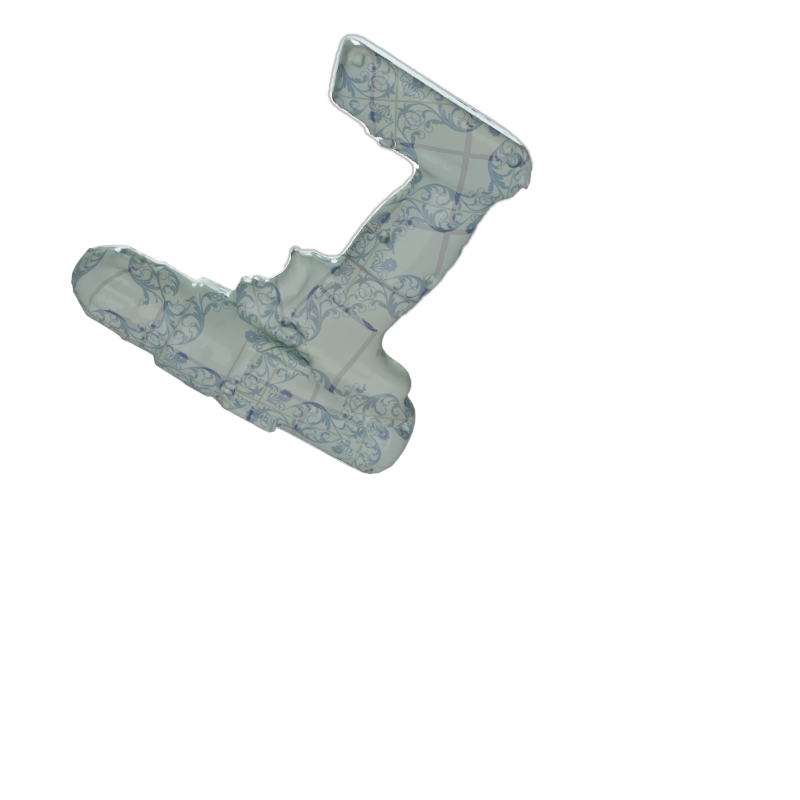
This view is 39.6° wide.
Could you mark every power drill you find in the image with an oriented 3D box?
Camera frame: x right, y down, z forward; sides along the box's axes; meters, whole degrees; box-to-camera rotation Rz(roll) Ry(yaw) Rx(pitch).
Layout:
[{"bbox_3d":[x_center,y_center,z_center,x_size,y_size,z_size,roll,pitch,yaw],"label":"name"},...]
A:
[{"bbox_3d":[-0.042,-0.076,0.531,0.180,0.184,0.060,30,16,-10],"label":"power drill"}]
